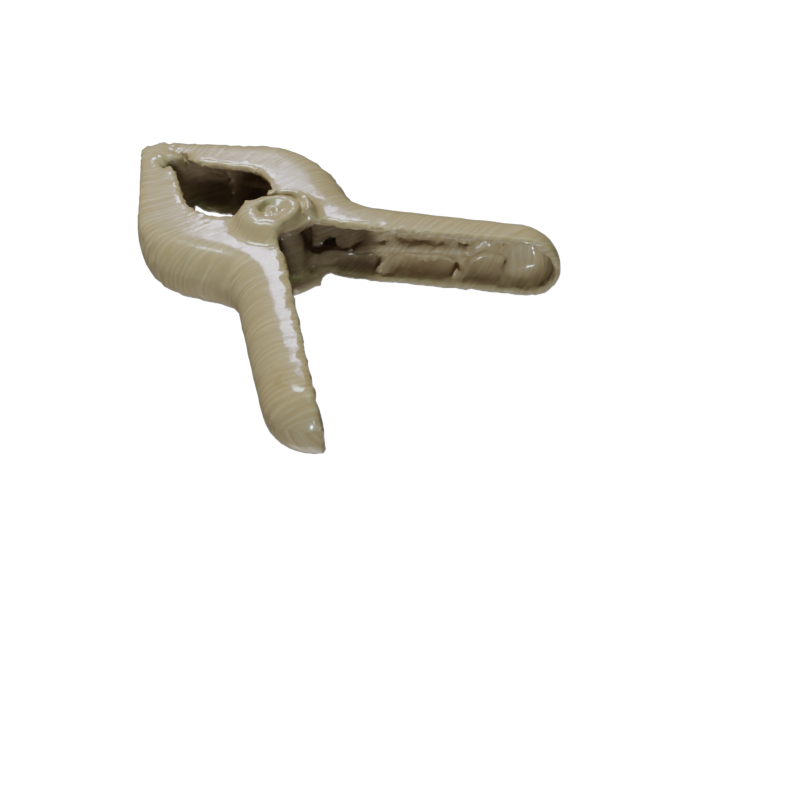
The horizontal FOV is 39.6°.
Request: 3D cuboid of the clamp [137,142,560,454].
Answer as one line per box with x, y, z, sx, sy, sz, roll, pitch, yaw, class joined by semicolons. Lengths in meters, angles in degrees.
-0.032;-0.058;0.403;0.119;0.037;0.185;-23;45;-25;clamp
